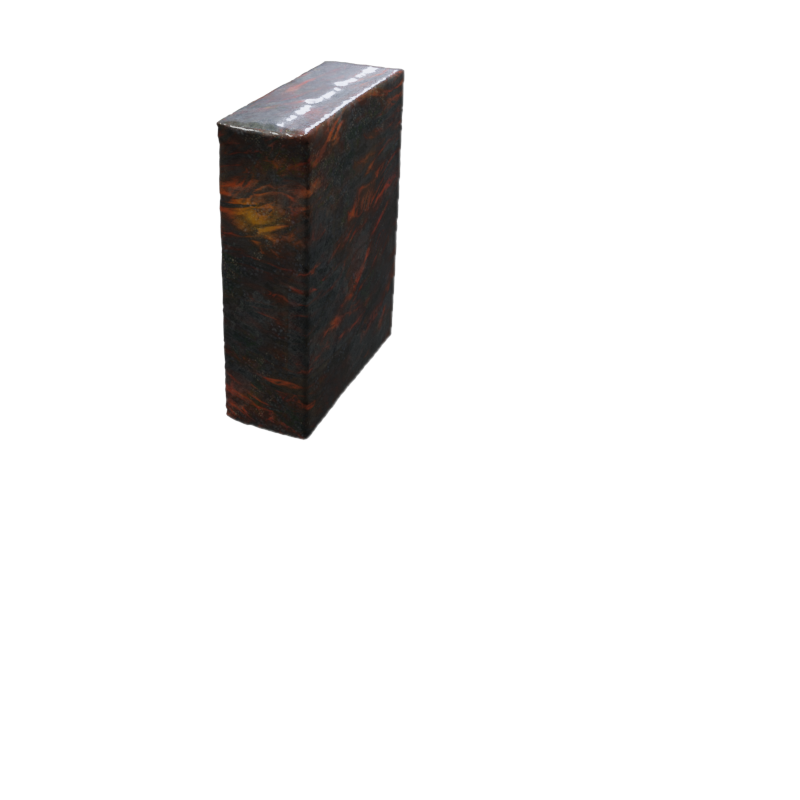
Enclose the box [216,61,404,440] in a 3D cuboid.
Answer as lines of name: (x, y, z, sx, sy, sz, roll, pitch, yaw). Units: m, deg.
box: (-0.060, -0.109, 0.762, 0.074, 0.202, 0.168, 11, 29, 18)
